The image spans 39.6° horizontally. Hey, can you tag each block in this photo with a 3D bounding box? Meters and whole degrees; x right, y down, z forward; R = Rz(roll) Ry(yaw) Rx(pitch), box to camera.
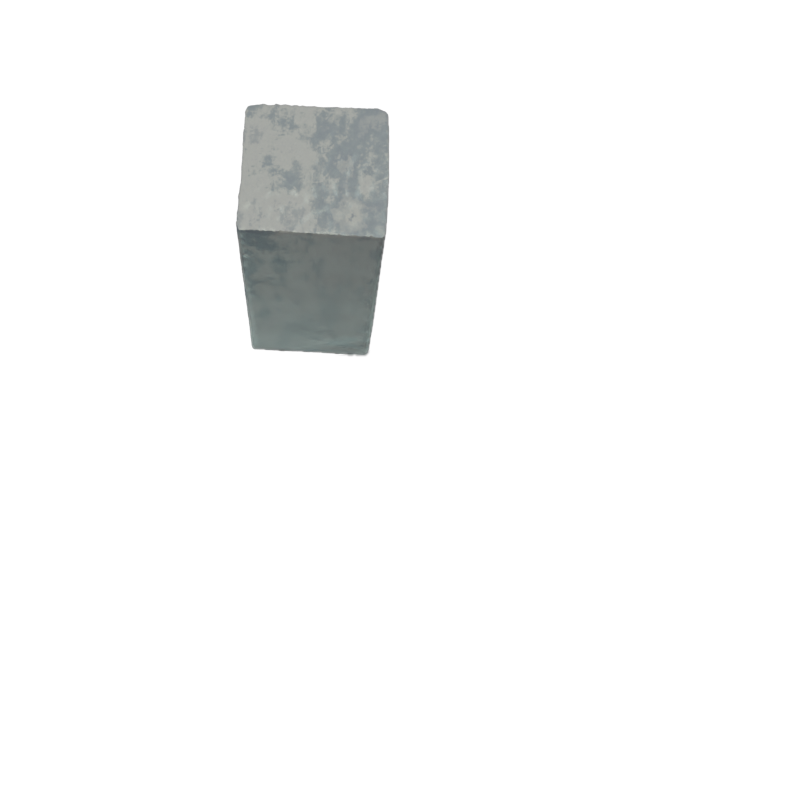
[{"bbox_3d":[-0.059,-0.109,0.758,0.090,0.095,0.197,3,-19,-3],"label":"block"}]
